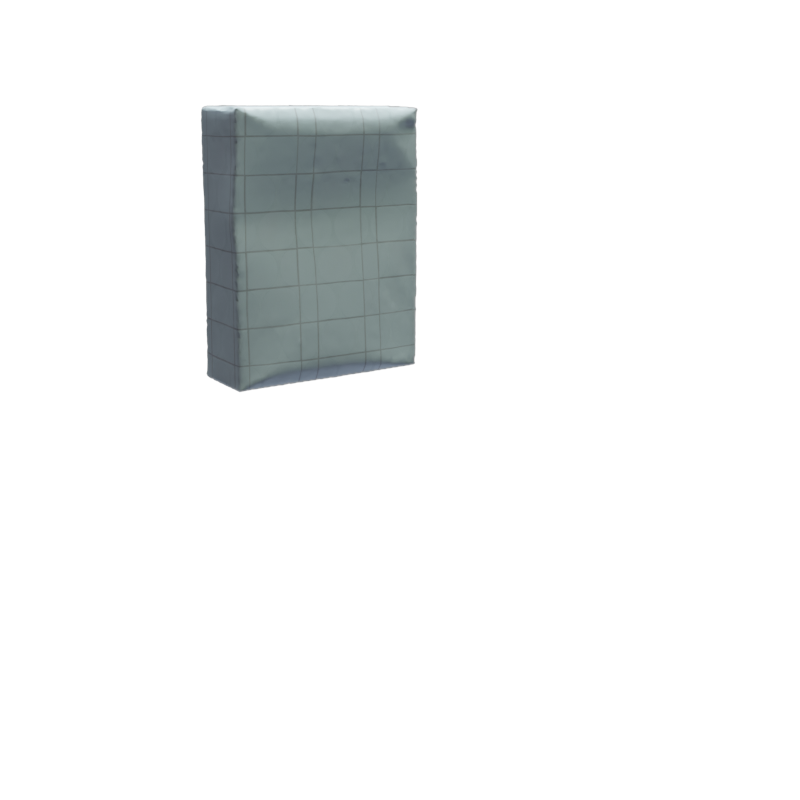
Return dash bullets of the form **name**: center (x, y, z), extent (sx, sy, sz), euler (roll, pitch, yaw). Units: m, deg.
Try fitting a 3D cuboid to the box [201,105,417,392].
- **box**: center (-0.068, -0.125, 0.875), extent (0.159, 0.210, 0.075), euler (-6, 10, -31)
